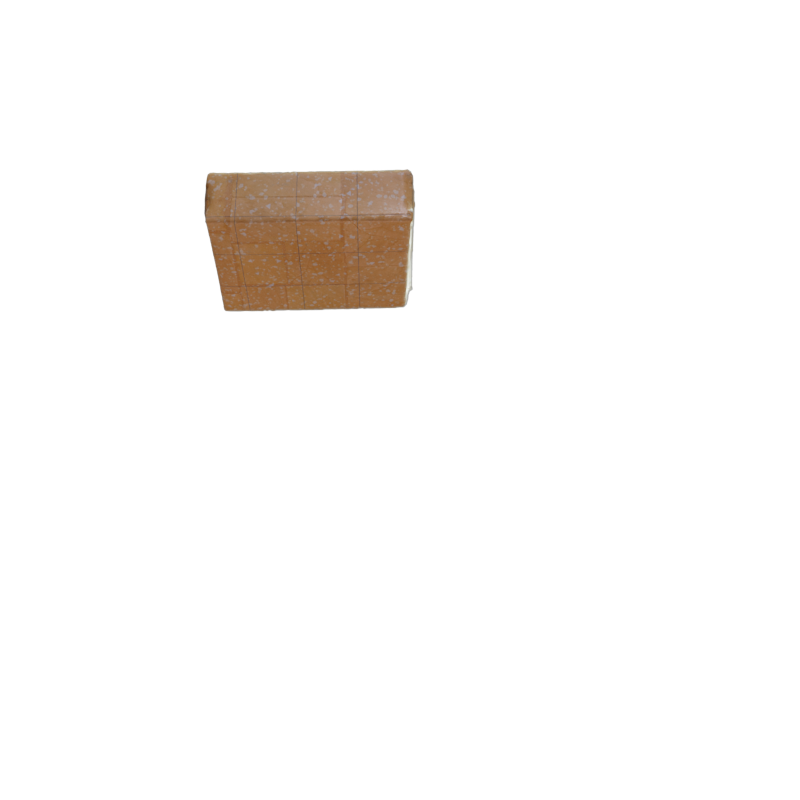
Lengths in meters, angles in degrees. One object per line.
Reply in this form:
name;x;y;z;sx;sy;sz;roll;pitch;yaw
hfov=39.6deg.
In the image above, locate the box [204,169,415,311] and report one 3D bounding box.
box;-0.039;-0.071;0.495;0.089;0.032;0.068;-1;-29;1
